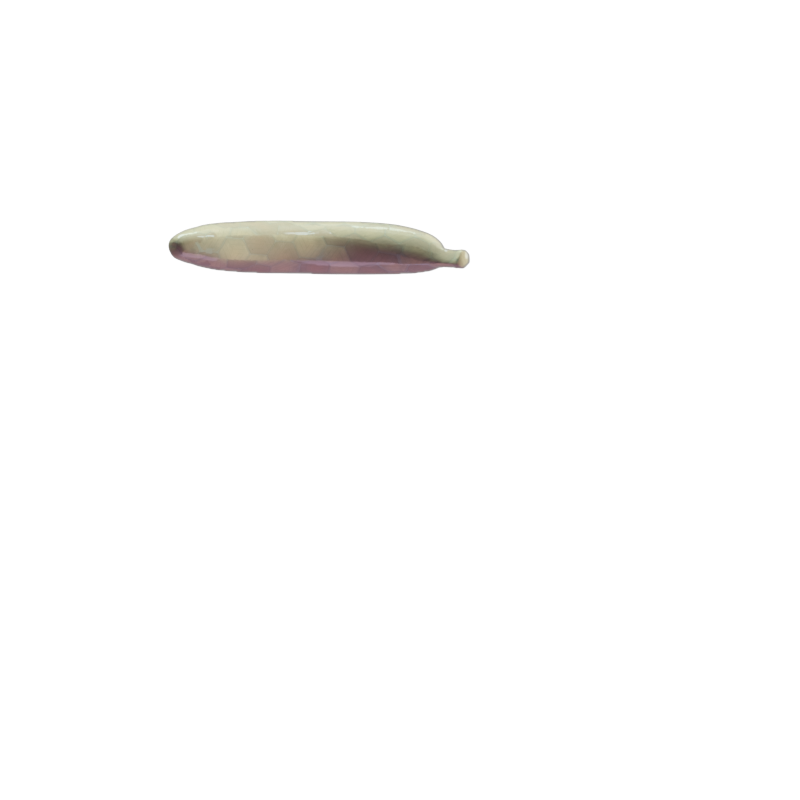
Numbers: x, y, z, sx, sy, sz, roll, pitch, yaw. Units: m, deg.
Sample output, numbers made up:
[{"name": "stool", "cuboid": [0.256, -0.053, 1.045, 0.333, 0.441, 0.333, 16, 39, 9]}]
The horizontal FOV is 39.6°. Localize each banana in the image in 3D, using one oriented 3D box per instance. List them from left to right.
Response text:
[{"name": "banana", "cuboid": [-0.057, -0.105, 0.756, 0.196, 0.037, 0.069, 0, -1, -4]}]
